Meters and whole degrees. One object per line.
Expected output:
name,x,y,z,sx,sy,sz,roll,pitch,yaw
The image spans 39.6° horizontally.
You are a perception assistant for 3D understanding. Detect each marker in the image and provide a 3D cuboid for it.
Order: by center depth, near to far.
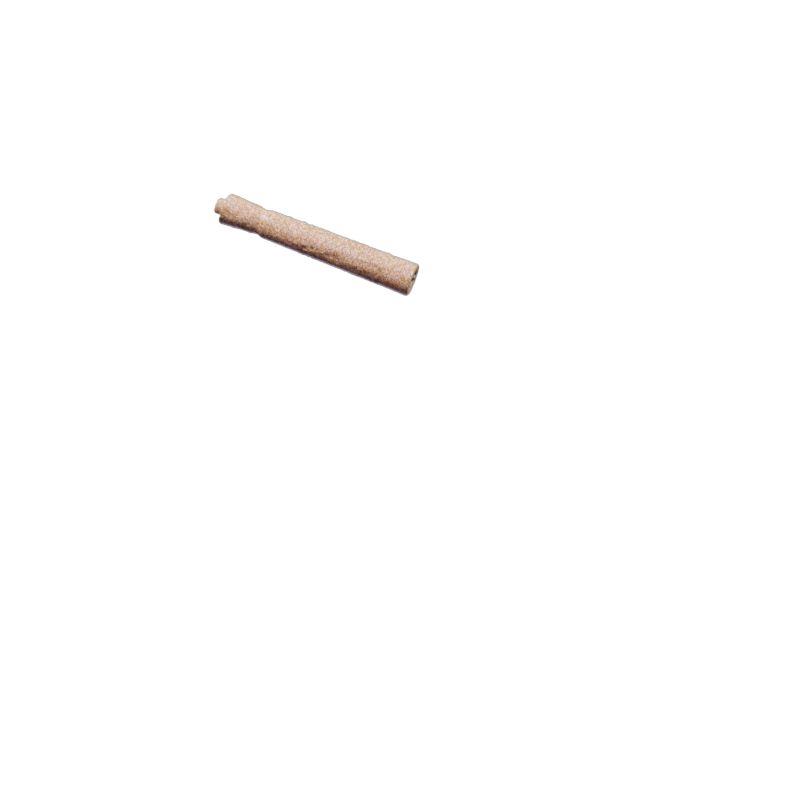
marker,-0.049,-0.089,0.621,0.124,0.019,0.019,23,8,13
